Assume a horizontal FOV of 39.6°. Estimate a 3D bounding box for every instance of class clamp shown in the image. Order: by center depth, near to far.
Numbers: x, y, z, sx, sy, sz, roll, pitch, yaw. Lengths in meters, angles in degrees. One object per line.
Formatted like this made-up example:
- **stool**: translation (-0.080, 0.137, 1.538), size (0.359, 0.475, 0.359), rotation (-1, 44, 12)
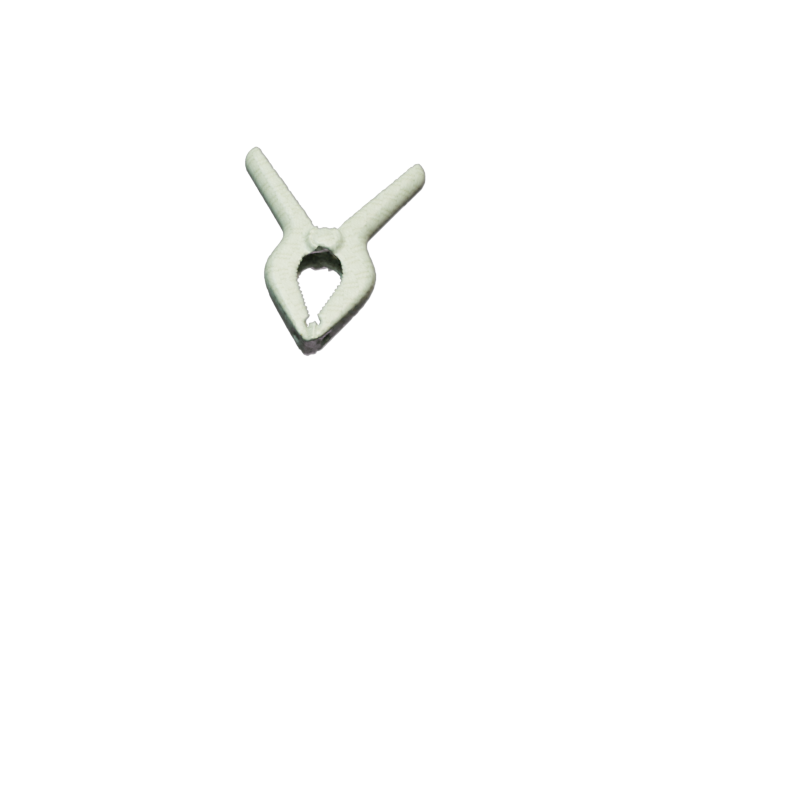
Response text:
- **clamp**: translation (-0.076, -0.138, 0.966), size (0.167, 0.222, 0.034), rotation (10, -33, 6)
